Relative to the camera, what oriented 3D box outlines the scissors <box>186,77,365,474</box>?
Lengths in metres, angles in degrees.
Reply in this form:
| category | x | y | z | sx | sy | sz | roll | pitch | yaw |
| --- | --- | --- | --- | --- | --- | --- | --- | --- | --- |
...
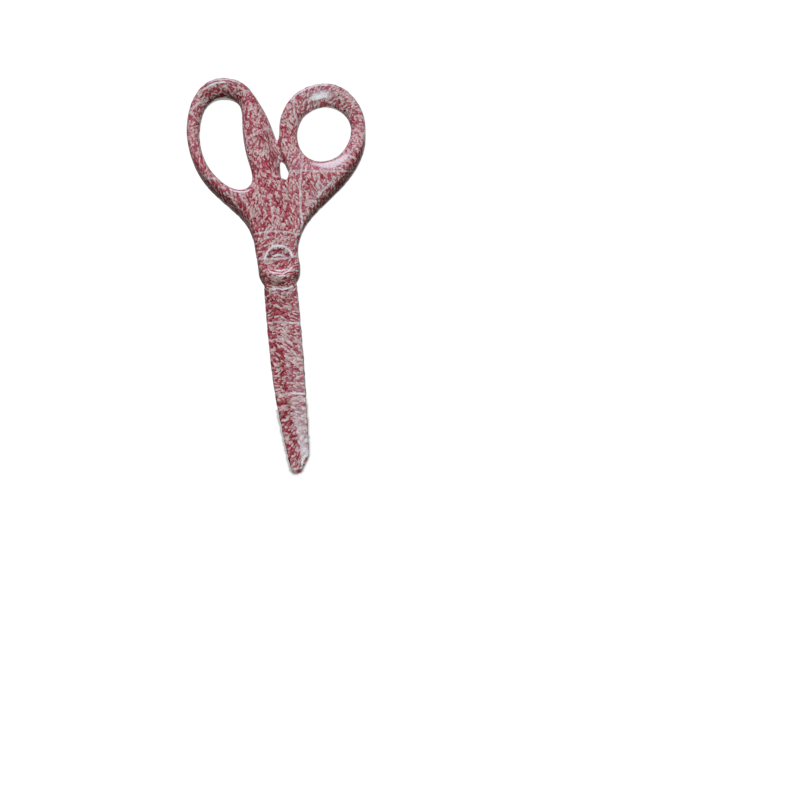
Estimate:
| category | x | y | z | sx | sy | sz | roll | pitch | yaw |
| --- | --- | --- | --- | --- | --- | --- | --- | --- | --- |
| scissors | -0.040 | -0.074 | 0.516 | 0.096 | 0.215 | 0.015 | -20 | -25 | -10 |
